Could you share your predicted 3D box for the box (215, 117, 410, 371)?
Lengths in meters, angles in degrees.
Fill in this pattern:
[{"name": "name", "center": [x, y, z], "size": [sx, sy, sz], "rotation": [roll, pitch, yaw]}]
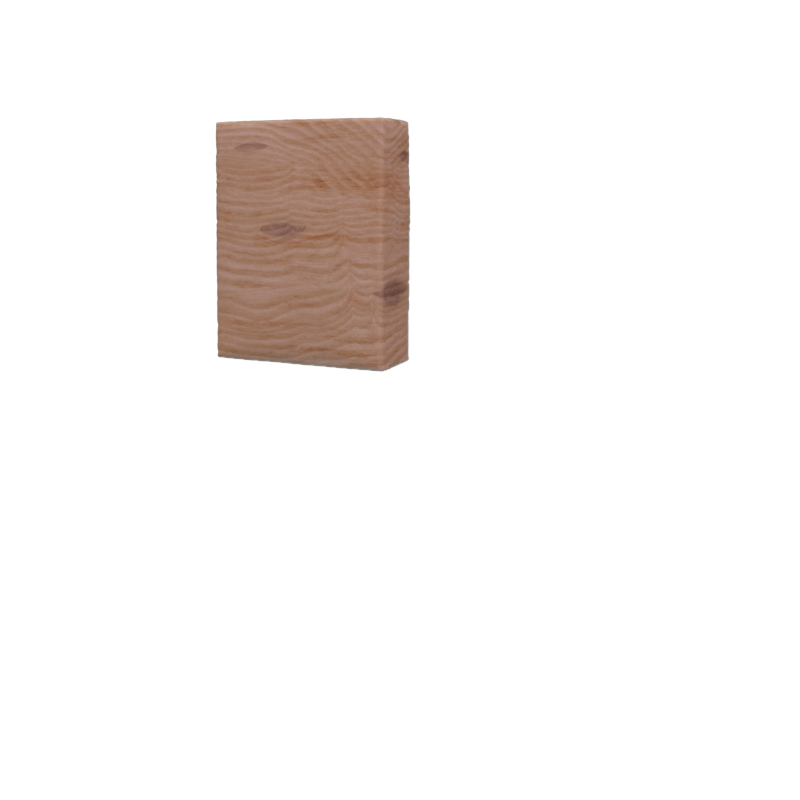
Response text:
[{"name": "box", "center": [-0.077, -0.140, 0.983], "size": [0.169, 0.212, 0.070], "rotation": [3, 5, 25]}]
